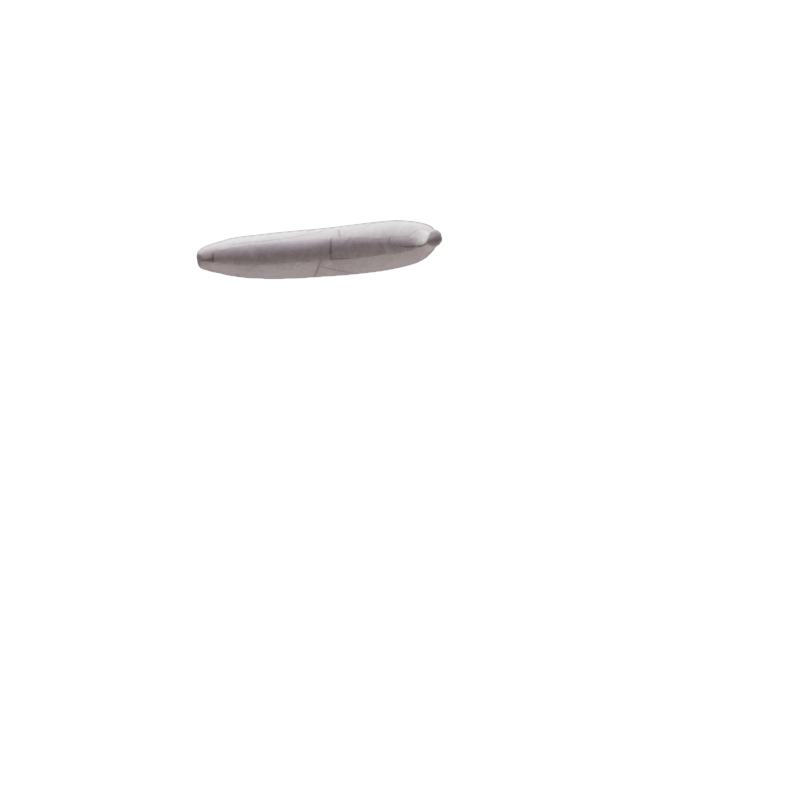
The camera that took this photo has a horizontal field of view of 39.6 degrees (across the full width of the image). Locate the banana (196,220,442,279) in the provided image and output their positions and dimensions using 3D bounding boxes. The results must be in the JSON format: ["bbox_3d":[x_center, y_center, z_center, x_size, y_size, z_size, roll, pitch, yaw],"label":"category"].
[{"bbox_3d":[-0.054,-0.115,0.837,0.202,0.038,0.066,-4,-10,23],"label":"banana"}]
